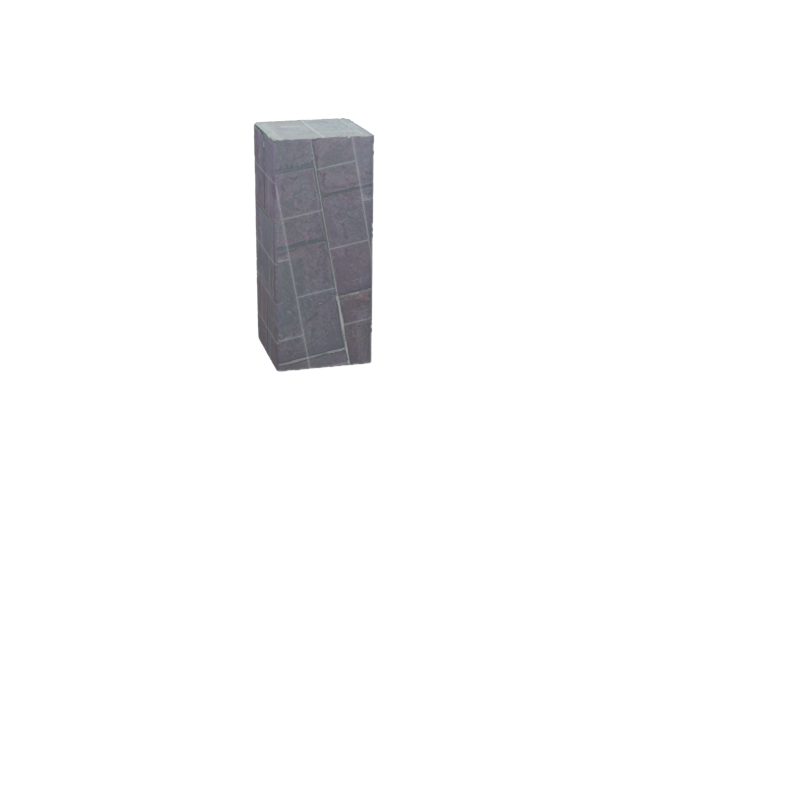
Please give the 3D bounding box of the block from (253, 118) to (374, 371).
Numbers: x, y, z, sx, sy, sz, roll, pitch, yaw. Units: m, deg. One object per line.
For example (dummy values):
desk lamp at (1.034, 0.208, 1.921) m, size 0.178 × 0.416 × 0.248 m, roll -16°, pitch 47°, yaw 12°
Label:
block at (-0.078, -0.141, 0.991) m, size 0.089 × 0.198 × 0.096 m, roll -4°, pitch 19°, yaw -16°
